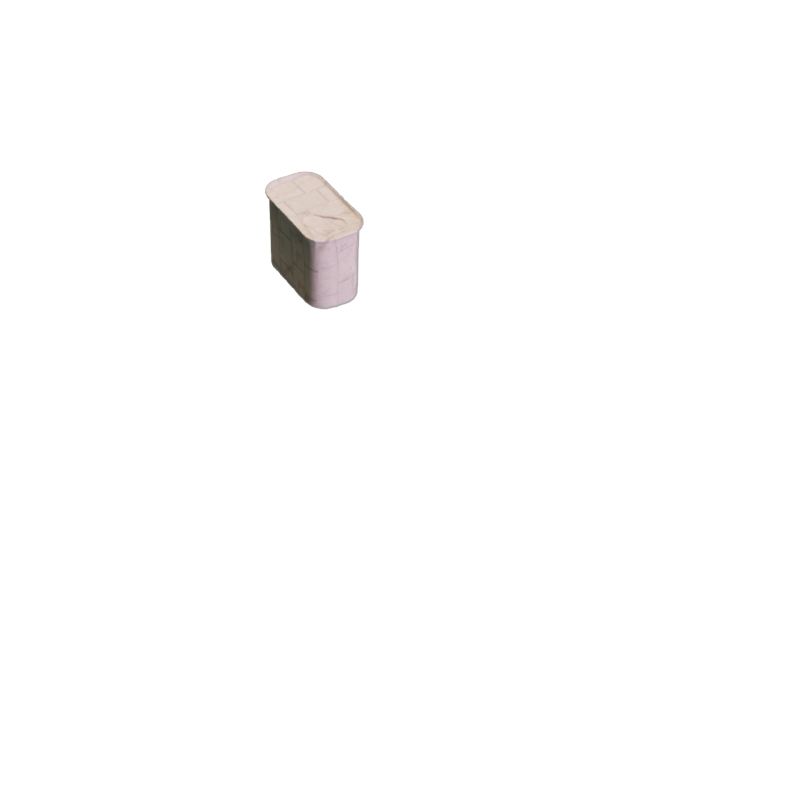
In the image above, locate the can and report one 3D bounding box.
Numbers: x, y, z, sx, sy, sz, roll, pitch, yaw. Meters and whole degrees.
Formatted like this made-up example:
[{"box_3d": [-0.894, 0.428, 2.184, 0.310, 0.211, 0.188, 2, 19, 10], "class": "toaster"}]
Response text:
[{"box_3d": [-0.078, -0.142, 0.997, 0.057, 0.078, 0.110, -21, 47, -24], "class": "can"}]
